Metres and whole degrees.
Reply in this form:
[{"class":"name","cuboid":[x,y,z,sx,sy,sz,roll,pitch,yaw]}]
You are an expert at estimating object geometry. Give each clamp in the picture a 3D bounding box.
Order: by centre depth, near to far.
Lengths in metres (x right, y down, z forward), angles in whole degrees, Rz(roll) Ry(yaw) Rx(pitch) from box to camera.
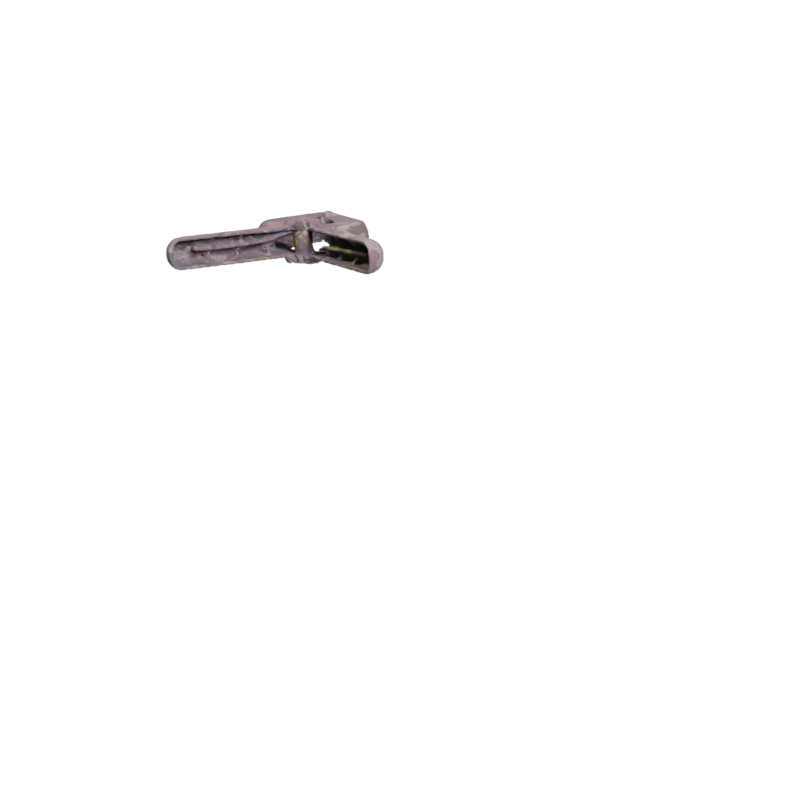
[{"class":"clamp","cuboid":[-0.070,-0.128,0.894,0.169,0.035,0.210,5,16,18]}]
